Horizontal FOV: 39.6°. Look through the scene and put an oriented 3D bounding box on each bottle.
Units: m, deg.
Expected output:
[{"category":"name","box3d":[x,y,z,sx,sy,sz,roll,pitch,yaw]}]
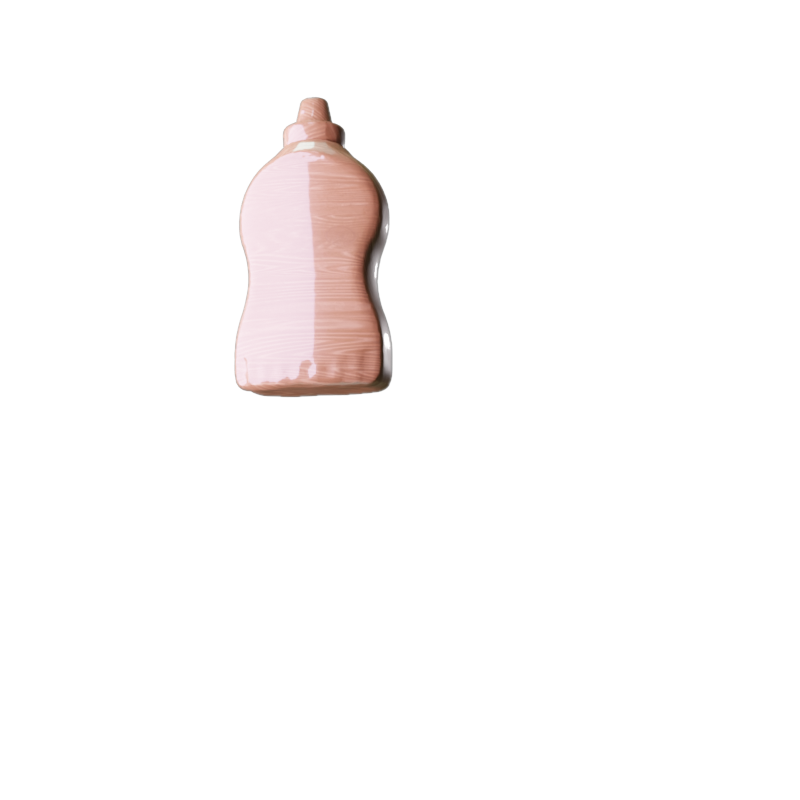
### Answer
[{"category":"bottle","box3d":[-0.055,-0.101,0.706,0.098,0.198,0.055,-5,-14,17]}]
